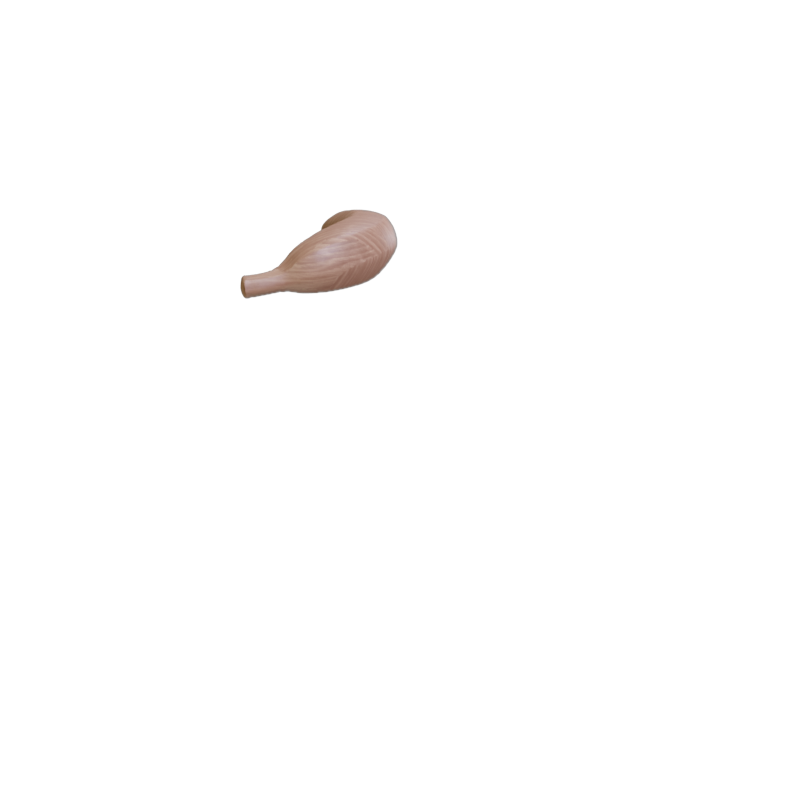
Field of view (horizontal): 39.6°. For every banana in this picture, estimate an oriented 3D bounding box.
[{"bbox_3d":[-0.035,-0.094,0.668,0.071,0.036,0.200,3,15,10],"label":"banana"}]
